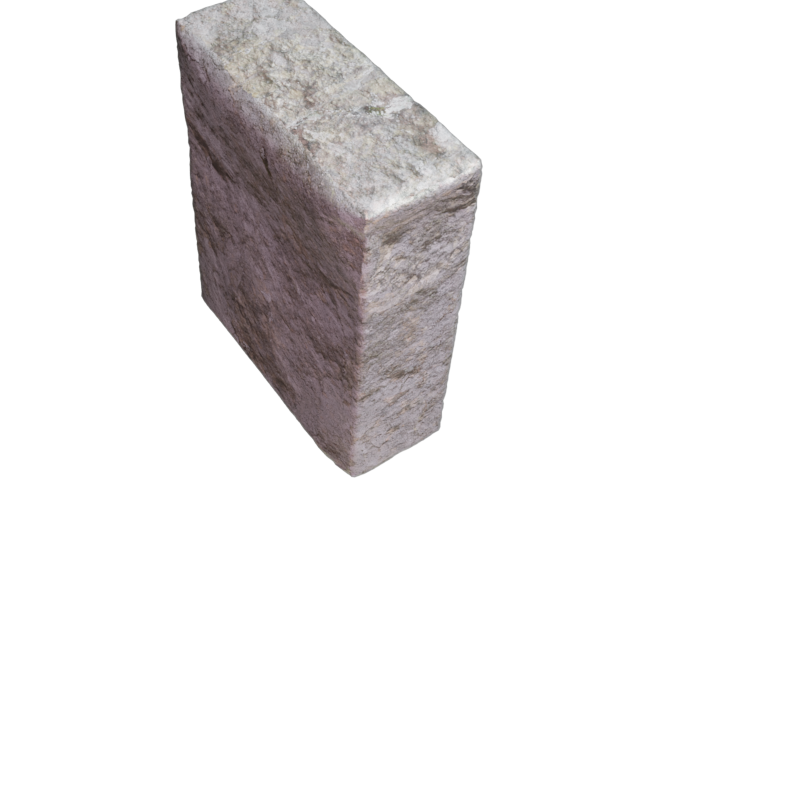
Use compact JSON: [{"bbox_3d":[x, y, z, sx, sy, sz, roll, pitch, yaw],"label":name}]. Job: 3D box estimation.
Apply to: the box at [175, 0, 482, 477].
[{"bbox_3d":[-0.045,-0.083,0.580,0.072,0.176,0.199,-28,-31,-22],"label":"box"}]
